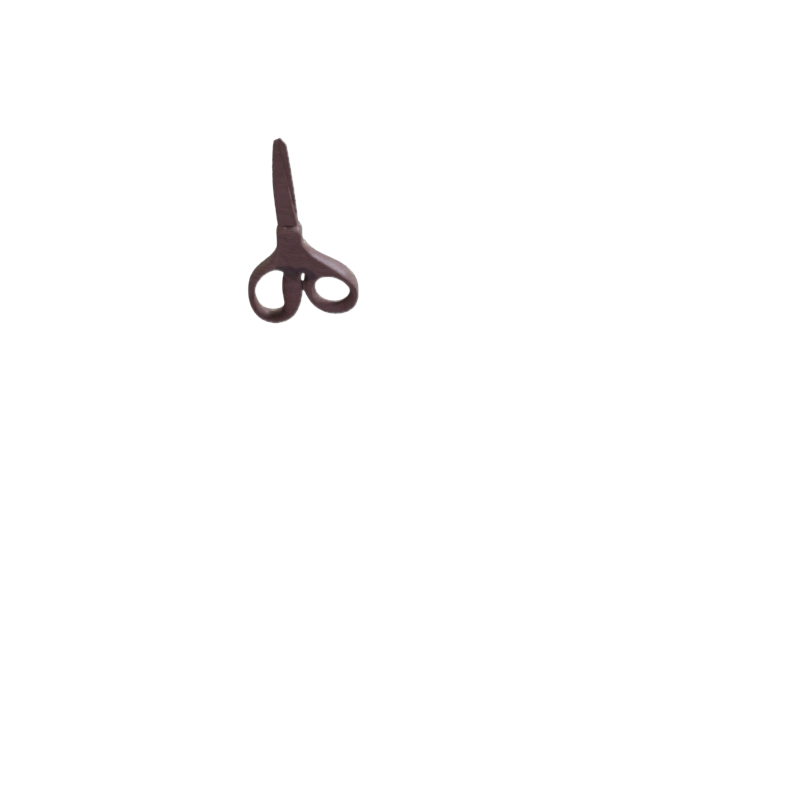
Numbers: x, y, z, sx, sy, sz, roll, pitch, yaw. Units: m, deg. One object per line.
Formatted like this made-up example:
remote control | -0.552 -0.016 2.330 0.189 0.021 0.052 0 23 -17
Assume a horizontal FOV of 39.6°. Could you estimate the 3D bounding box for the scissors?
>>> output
scissors | -0.065 -0.118 0.827 0.094 0.017 0.192 9 -35 -13
